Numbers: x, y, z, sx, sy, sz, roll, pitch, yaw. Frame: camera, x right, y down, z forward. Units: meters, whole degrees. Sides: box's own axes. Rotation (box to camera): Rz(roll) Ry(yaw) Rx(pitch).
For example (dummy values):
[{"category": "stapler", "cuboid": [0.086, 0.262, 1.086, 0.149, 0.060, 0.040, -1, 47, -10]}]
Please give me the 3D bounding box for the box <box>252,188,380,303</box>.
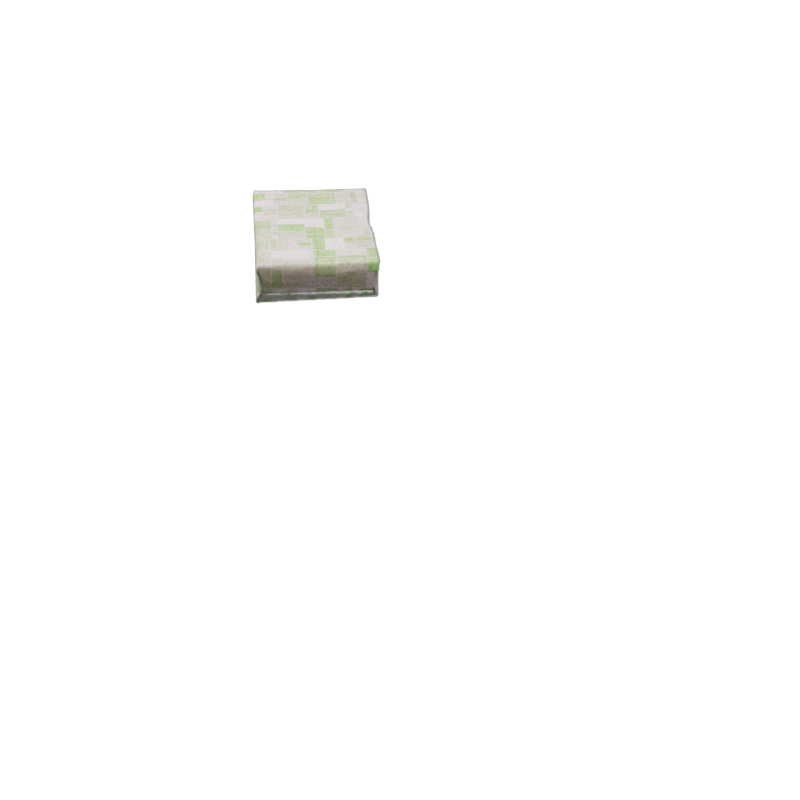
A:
[{"category": "box", "cuboid": [-0.053, -0.097, 0.677, 0.073, 0.028, 0.096, -3, 38, -4]}]
